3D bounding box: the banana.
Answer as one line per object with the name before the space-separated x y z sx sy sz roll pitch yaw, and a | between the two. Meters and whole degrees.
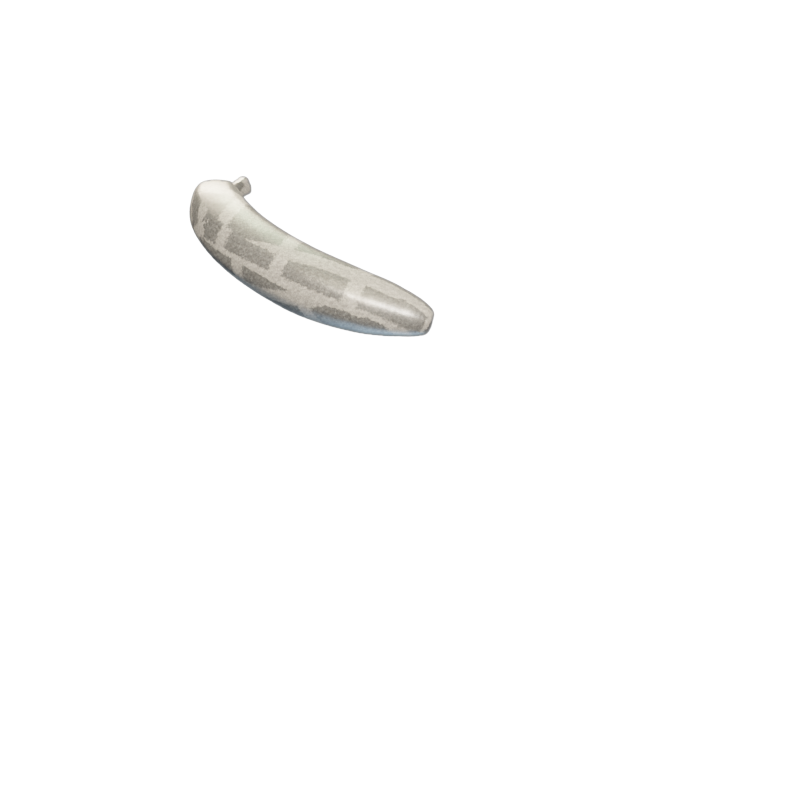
banana | -0.066 -0.085 0.621 0.069 0.034 0.213 -22 43 -27
